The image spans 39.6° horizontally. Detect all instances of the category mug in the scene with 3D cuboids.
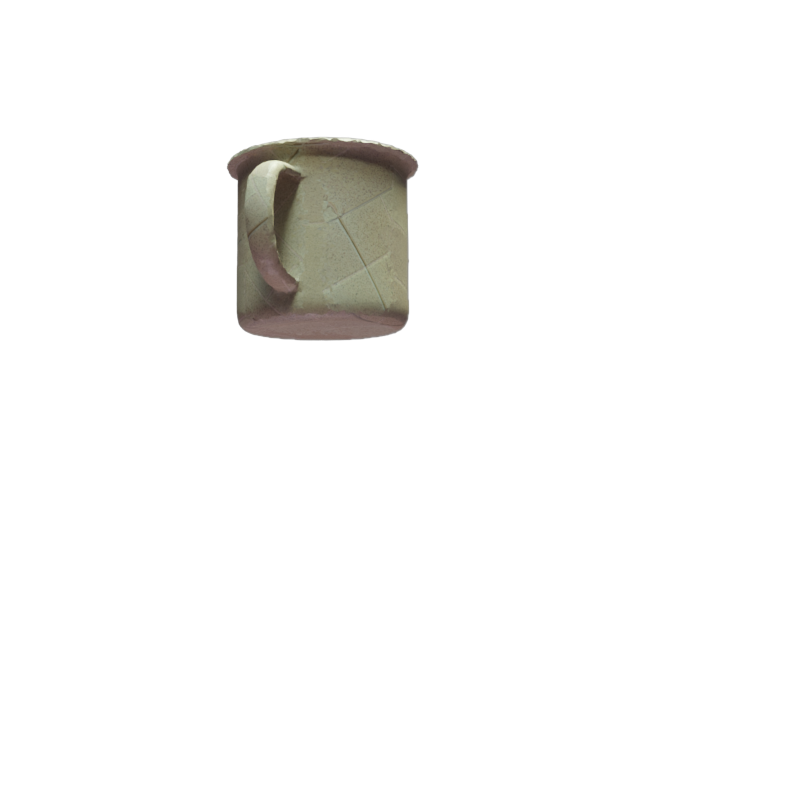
[{"bbox_3d":[-0.041,-0.074,0.521,0.095,0.084,0.112,-3,-8,19],"label":"mug"}]
